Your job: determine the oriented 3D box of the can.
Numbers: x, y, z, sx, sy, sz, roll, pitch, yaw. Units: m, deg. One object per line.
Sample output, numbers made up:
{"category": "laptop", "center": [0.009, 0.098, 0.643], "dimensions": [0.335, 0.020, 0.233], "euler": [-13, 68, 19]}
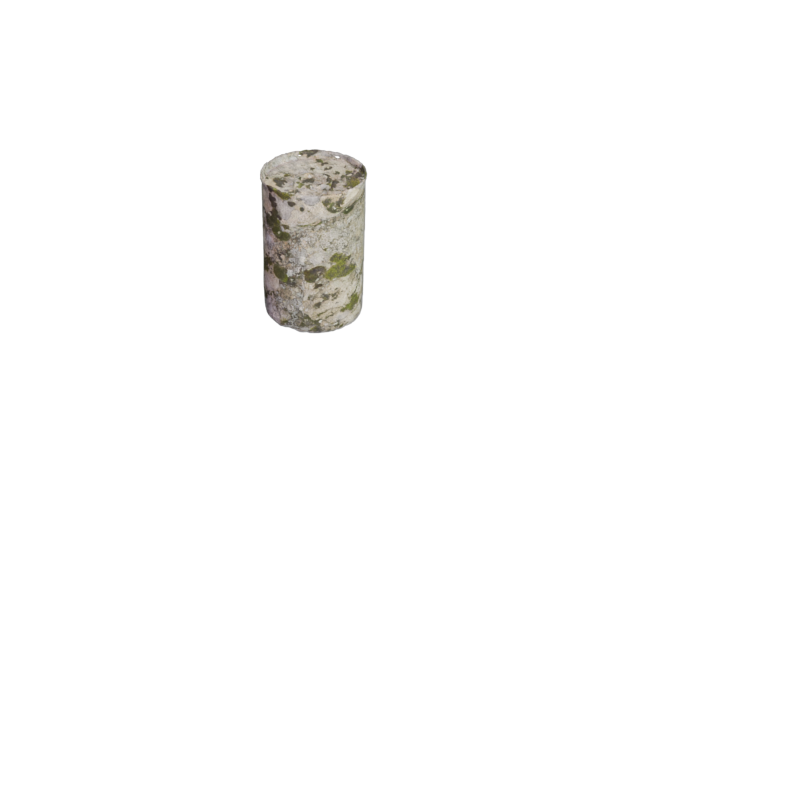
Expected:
{"category": "can", "center": [-0.057, -0.104, 0.726], "dimensions": [0.068, 0.096, 0.073], "euler": [0, 33, -3]}
